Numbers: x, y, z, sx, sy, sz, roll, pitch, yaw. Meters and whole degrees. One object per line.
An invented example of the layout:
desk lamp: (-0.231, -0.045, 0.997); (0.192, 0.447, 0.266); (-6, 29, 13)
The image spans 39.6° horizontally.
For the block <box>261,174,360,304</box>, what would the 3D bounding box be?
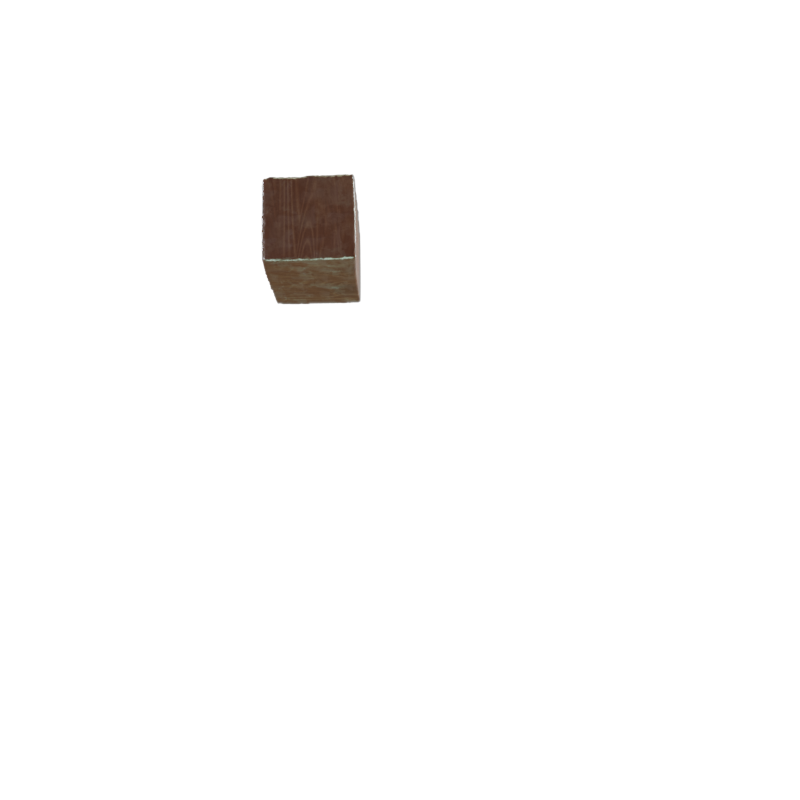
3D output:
block: (-0.050, -0.092, 0.641); (0.053, 0.054, 0.074); (-1, -16, 1)
